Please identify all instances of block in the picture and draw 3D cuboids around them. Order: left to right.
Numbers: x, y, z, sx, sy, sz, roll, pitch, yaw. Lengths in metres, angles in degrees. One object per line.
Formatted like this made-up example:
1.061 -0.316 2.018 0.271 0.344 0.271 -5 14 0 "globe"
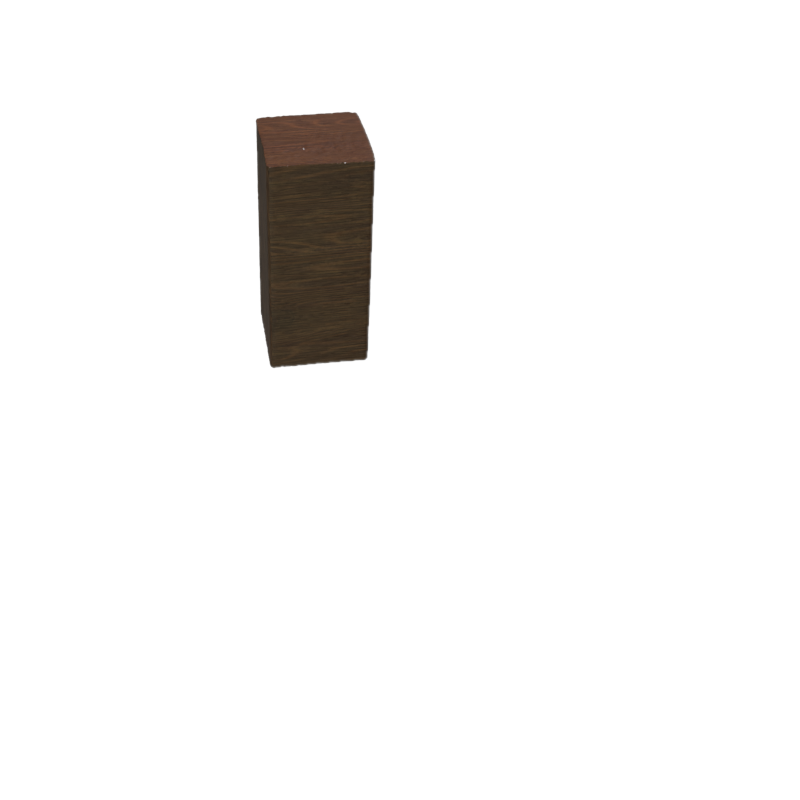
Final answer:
-0.076 -0.139 0.974 0.090 0.193 0.097 -5 37 -10 "block"
